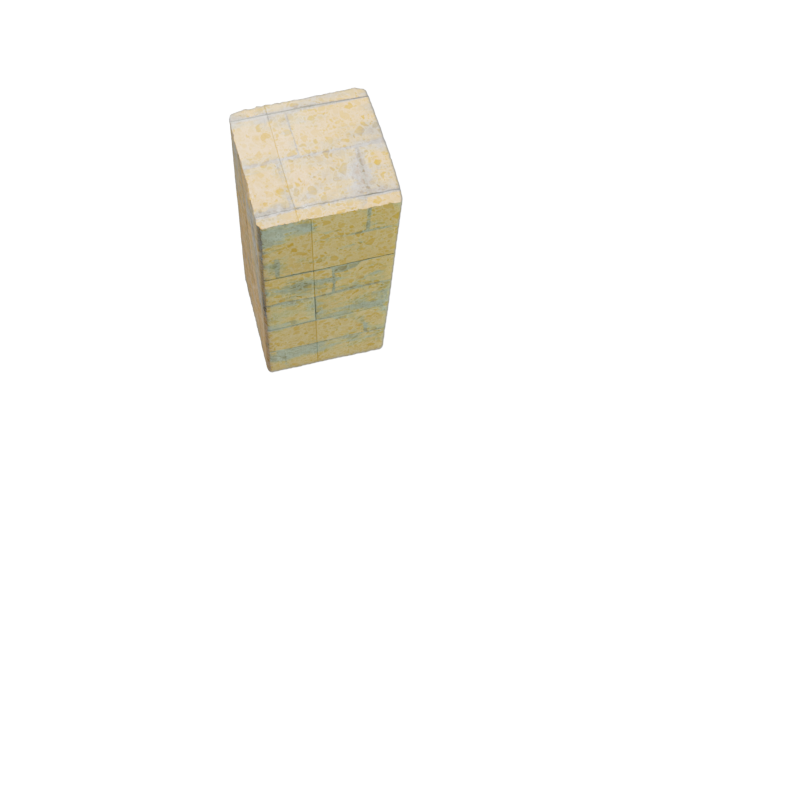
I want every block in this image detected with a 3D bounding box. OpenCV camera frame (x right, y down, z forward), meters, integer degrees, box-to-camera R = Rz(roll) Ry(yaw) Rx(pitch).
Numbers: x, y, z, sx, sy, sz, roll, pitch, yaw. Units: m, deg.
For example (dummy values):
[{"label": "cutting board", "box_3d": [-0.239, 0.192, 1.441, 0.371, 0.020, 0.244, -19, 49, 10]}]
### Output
[{"label": "block", "box_3d": [-0.059, -0.109, 0.757, 0.090, 0.096, 0.195, -13, -23, -9]}]
